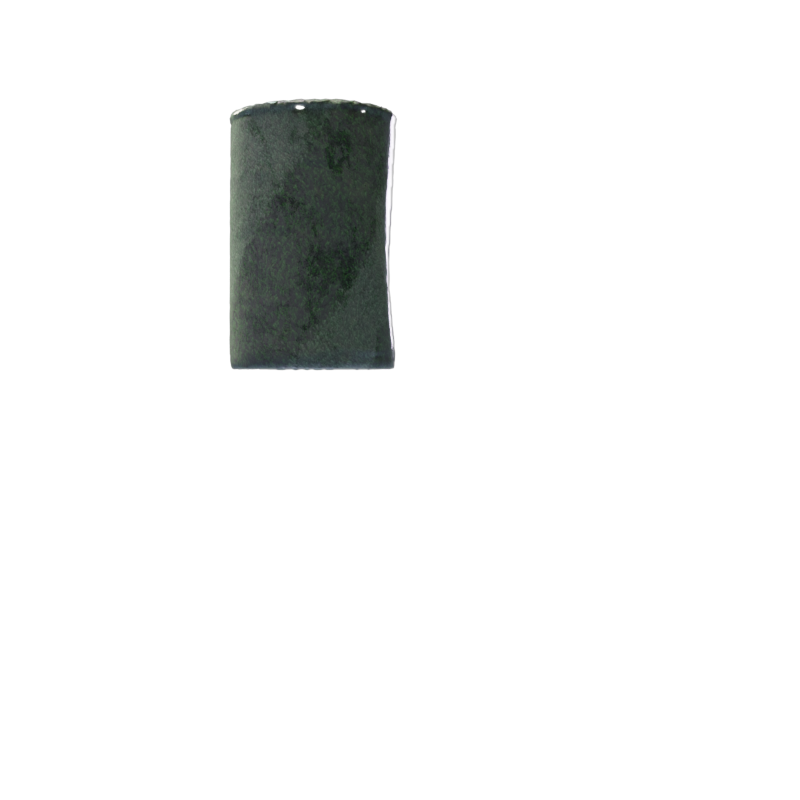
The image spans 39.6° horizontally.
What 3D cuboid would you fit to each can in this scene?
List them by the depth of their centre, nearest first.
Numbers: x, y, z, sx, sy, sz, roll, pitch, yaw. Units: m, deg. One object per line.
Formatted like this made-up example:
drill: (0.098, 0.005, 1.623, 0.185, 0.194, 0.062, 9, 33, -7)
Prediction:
can: (-0.035, -0.064, 0.446, 0.068, 0.103, 0.068, 0, -3, -2)
